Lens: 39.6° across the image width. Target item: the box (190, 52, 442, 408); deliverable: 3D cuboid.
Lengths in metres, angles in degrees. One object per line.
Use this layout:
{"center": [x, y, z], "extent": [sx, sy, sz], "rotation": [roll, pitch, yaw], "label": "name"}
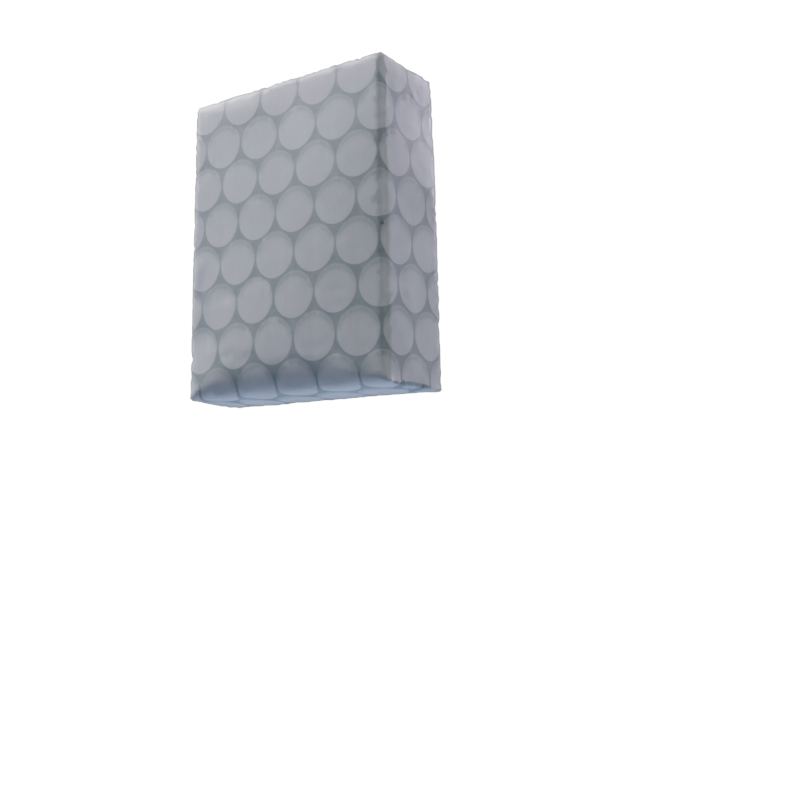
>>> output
{"center": [-0.059, -0.107, 0.751], "extent": [0.168, 0.221, 0.068], "rotation": [-9, -16, 34], "label": "box"}
